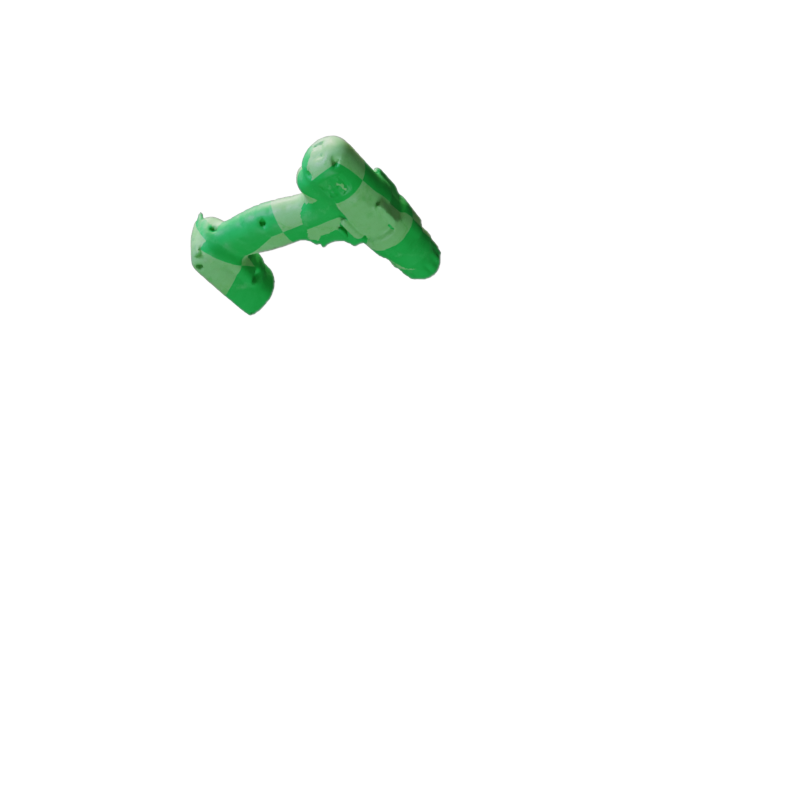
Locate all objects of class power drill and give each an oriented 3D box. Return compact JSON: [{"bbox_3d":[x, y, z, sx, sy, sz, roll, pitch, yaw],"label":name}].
[{"bbox_3d":[-0.077,-0.141,0.990,0.188,0.062,0.171,-22,-44,24],"label":"power drill"}]
